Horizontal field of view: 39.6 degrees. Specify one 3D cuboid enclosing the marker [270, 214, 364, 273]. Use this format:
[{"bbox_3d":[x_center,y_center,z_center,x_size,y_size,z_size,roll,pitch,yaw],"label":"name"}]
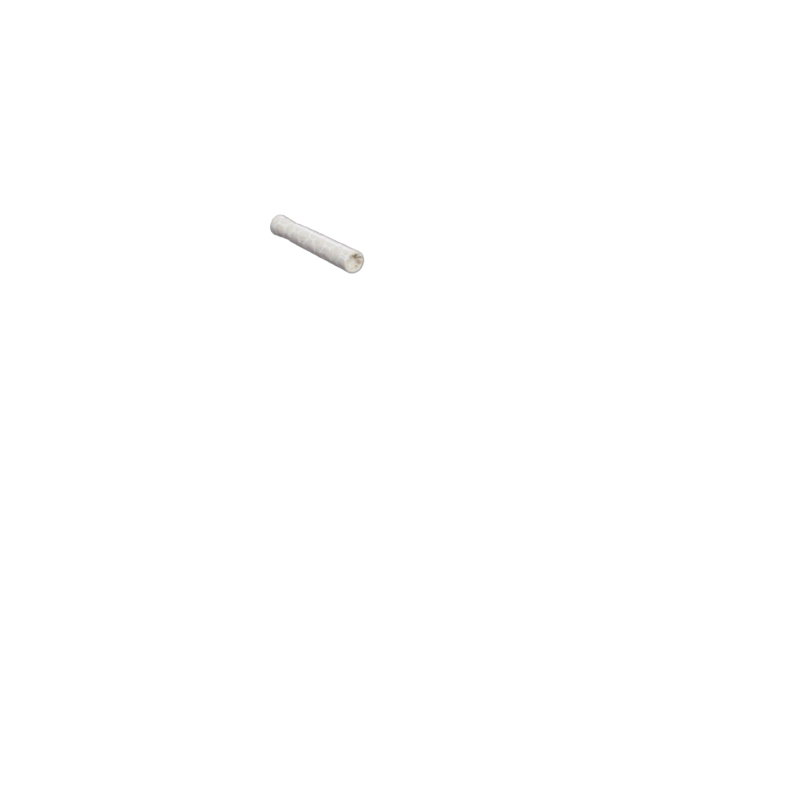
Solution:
[{"bbox_3d":[-0.071,-0.130,0.910,0.019,0.019,0.129,-3,22,-36],"label":"marker"}]
